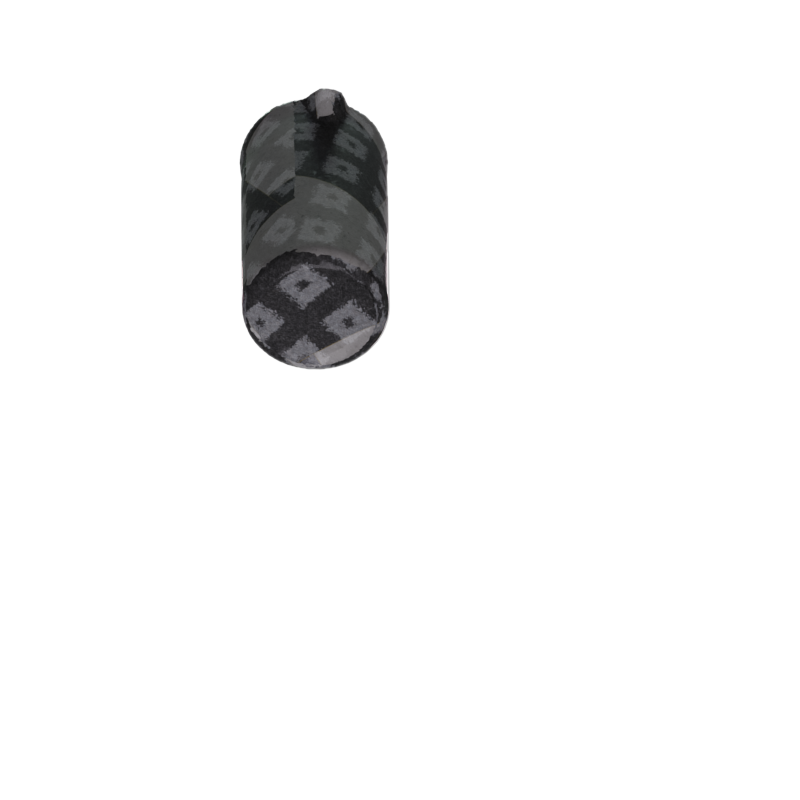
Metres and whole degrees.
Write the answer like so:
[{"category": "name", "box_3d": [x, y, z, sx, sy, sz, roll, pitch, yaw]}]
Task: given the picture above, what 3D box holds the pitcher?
[{"category": "pitcher", "box_3d": [-0.071, -0.129, 0.906, 0.145, 0.139, 0.260, -28, 33, 17]}]
